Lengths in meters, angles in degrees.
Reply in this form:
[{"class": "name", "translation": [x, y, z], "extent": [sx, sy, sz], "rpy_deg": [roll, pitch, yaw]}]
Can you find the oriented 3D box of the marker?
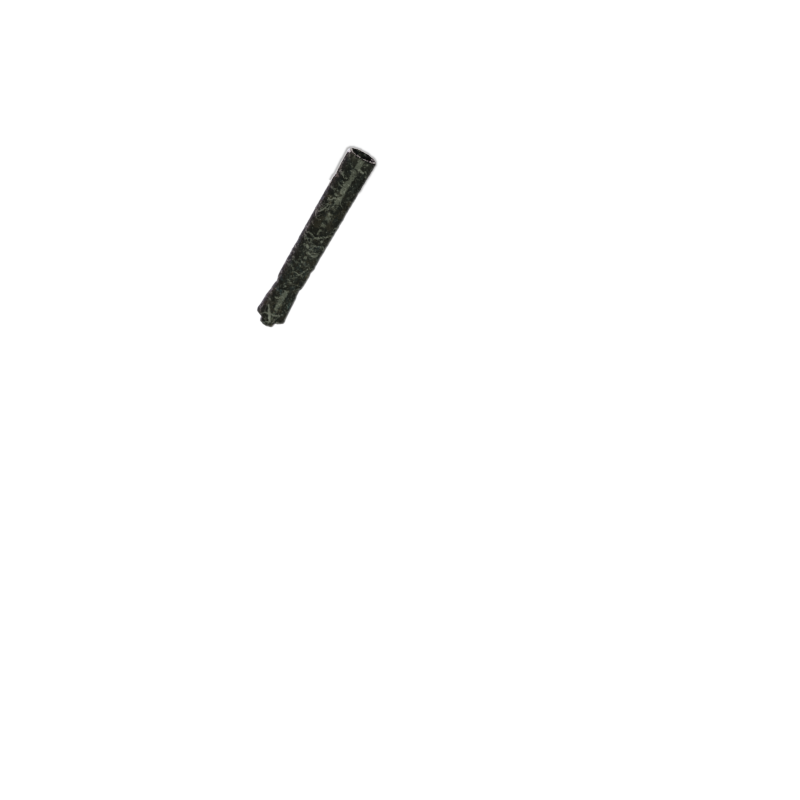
[{"class": "marker", "translation": [-0.051, -0.093, 0.652], "extent": [0.019, 0.118, 0.021], "rpy_deg": [27, 21, -15]}]
